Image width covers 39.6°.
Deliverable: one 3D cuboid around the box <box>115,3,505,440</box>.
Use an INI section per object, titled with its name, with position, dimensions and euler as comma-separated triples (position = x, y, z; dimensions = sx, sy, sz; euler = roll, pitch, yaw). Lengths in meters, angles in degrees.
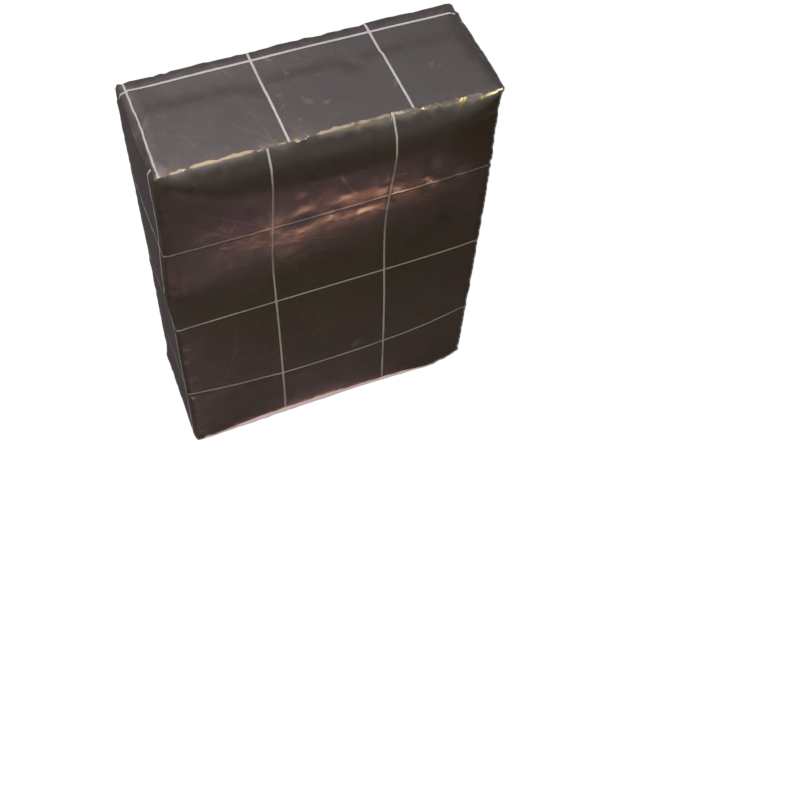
[box]
position = -0.044, -0.080, 0.563
dimensions = 0.163, 0.077, 0.200
euler = -18, -31, -14
